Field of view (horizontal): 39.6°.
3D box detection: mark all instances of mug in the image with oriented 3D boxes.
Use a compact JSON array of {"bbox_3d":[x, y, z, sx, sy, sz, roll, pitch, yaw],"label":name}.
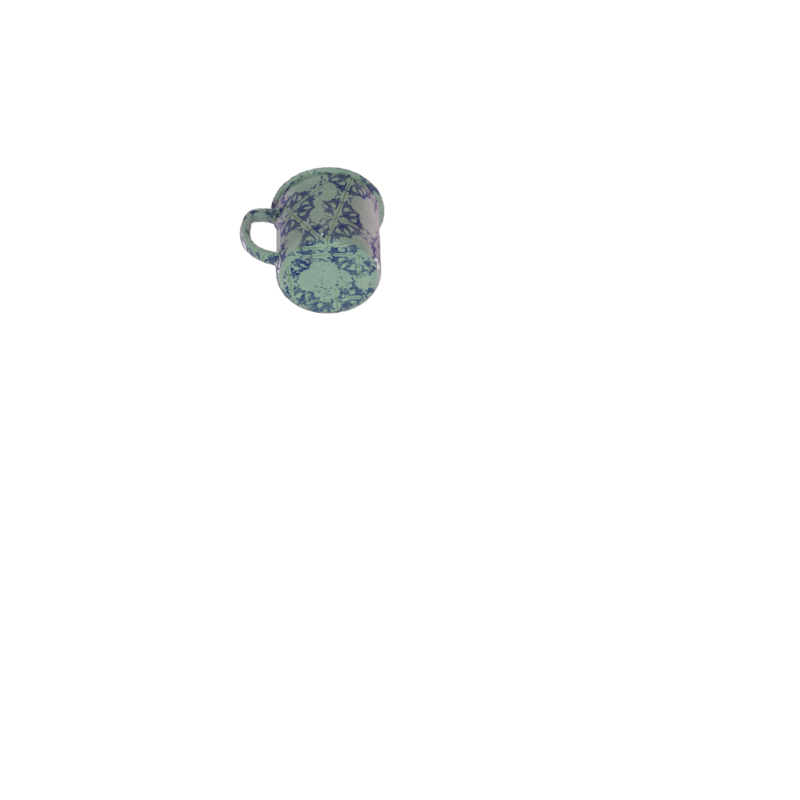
[{"bbox_3d":[-0.068,-0.125,0.875,0.115,0.087,0.088,9,-45,-11],"label":"mug"}]
